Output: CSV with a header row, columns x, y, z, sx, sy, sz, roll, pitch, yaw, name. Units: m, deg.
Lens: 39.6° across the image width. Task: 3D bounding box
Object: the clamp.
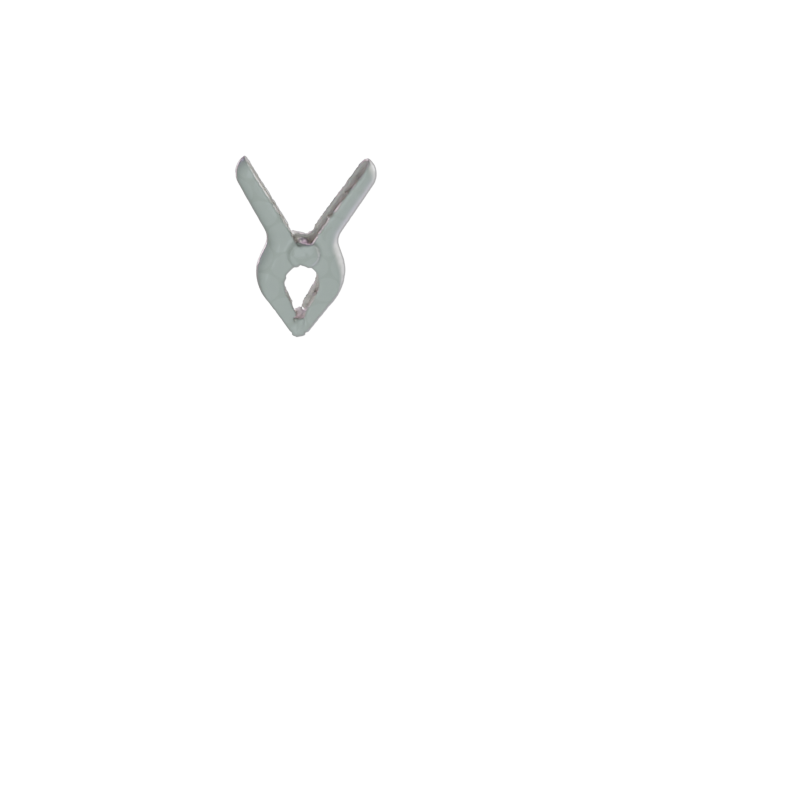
x,y,z,sx,sy,sz,roll,pitch,yaw,name
-0.076,-0.139,0.975,0.120,0.161,0.041,-4,28,2,clamp
